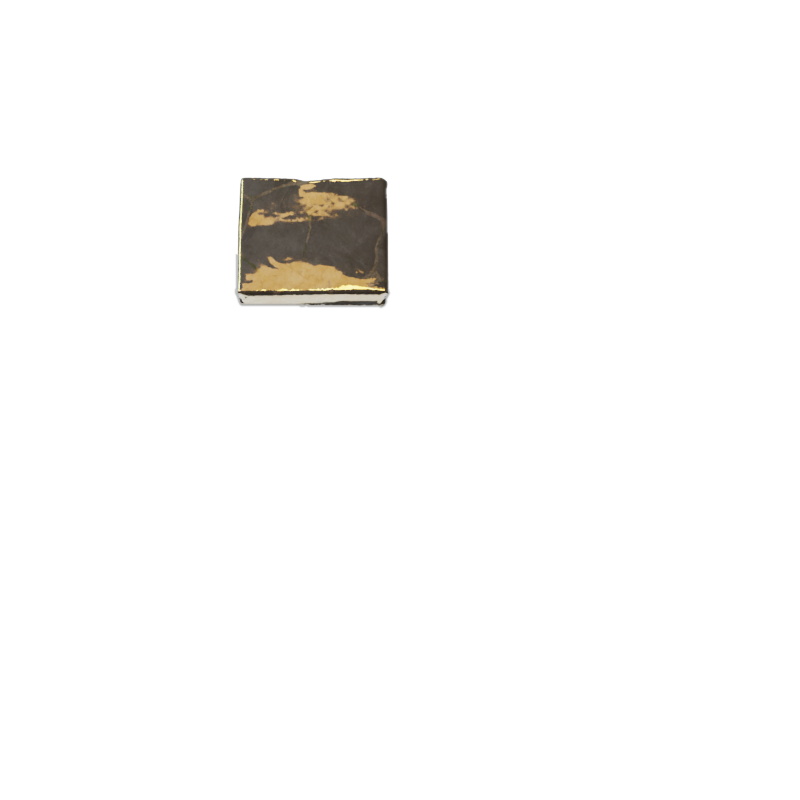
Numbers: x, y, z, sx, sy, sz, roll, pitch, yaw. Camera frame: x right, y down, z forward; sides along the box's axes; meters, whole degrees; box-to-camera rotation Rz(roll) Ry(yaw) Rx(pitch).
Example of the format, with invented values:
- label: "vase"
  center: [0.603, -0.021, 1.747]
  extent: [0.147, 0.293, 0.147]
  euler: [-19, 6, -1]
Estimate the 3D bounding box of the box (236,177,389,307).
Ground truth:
- label: "box"
  center: [-0.052, -0.094, 0.660]
  extent: [0.089, 0.076, 0.029]
  euler: [0, -19, 0]
